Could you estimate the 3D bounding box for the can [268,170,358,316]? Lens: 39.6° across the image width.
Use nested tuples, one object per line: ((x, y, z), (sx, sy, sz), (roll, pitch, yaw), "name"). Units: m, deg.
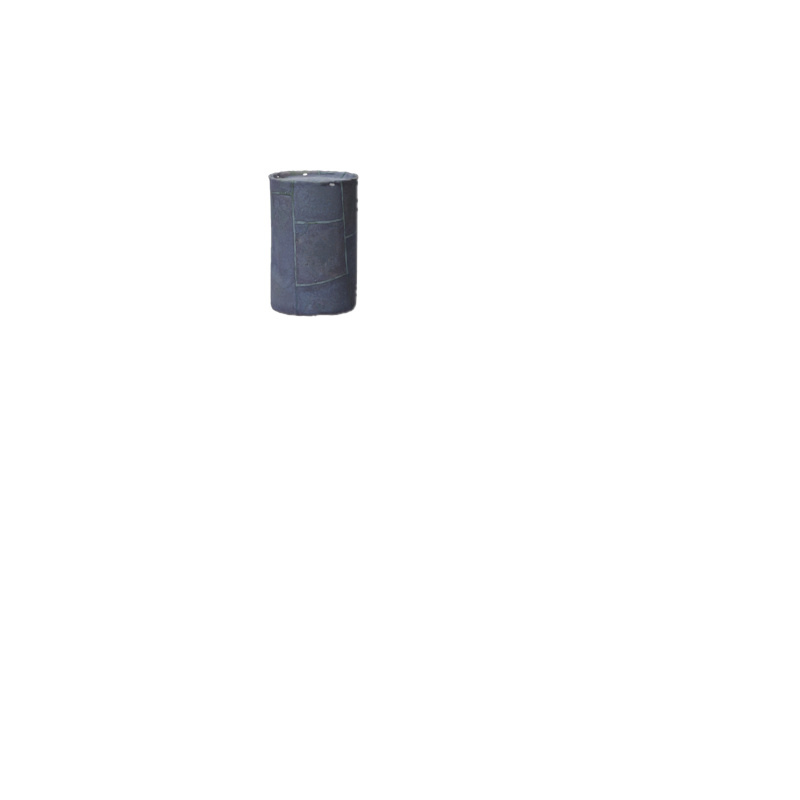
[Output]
((-0.066, -0.120, 0.840), (0.068, 0.100, 0.071), (0, 12, -2), "can")
